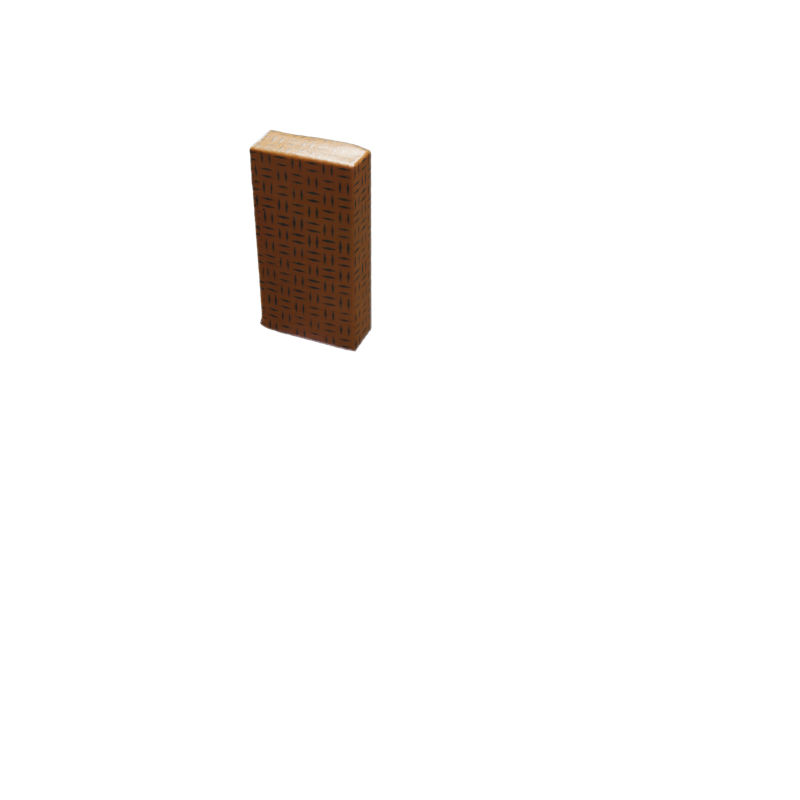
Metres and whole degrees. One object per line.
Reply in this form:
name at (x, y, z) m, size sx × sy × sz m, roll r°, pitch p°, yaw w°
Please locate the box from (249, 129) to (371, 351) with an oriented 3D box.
box at (-0.072, -0.131, 0.919) m, size 0.097 × 0.166 × 0.049 m, roll 15°, pitch 34°, yaw 20°
